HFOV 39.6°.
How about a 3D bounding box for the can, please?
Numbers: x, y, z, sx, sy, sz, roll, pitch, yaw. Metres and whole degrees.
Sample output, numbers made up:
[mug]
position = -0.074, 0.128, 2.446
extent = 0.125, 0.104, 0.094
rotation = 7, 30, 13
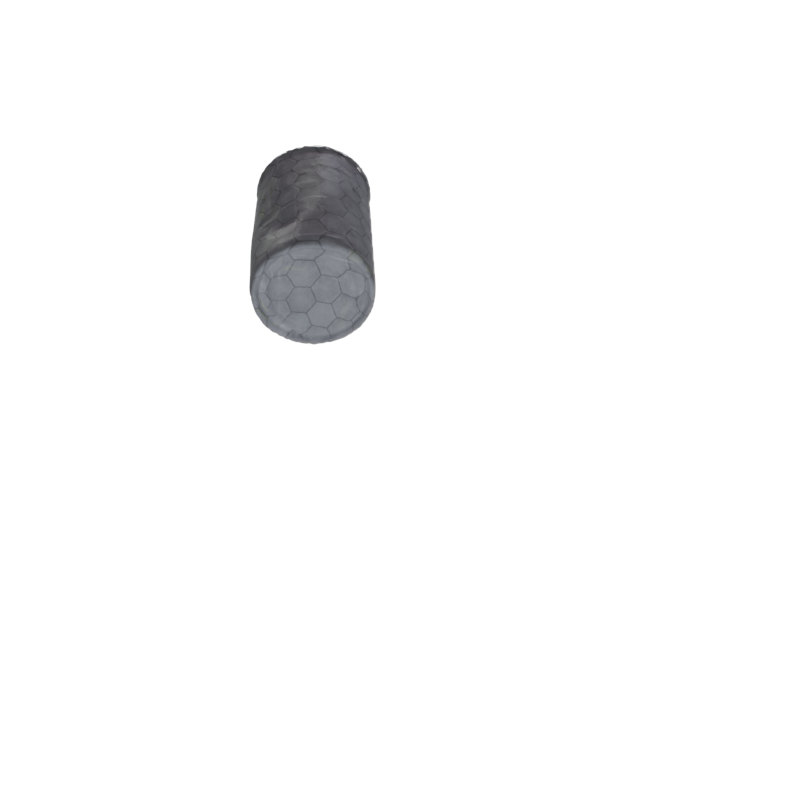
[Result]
[can]
position = -0.049, -0.088, 0.620
extent = 0.068, 0.064, 0.109
rotation = -1, 38, -3
